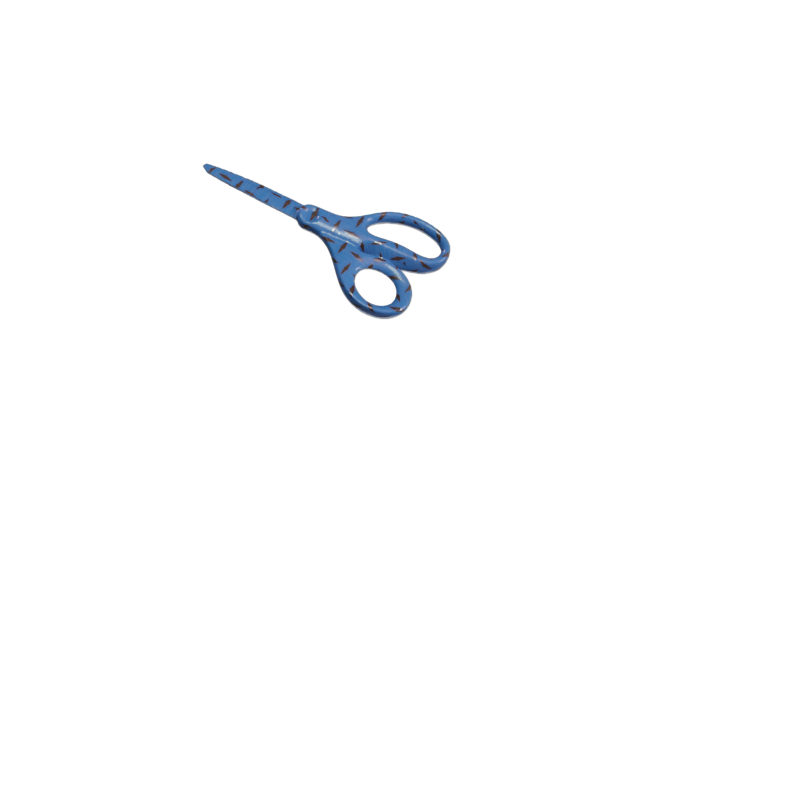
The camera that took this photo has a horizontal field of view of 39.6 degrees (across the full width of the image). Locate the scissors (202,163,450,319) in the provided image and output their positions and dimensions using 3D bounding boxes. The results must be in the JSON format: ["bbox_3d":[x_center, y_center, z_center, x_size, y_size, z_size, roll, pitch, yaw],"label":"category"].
[{"bbox_3d":[-0.065,-0.119,0.830,0.204,0.101,0.015,13,-28,7],"label":"scissors"}]
